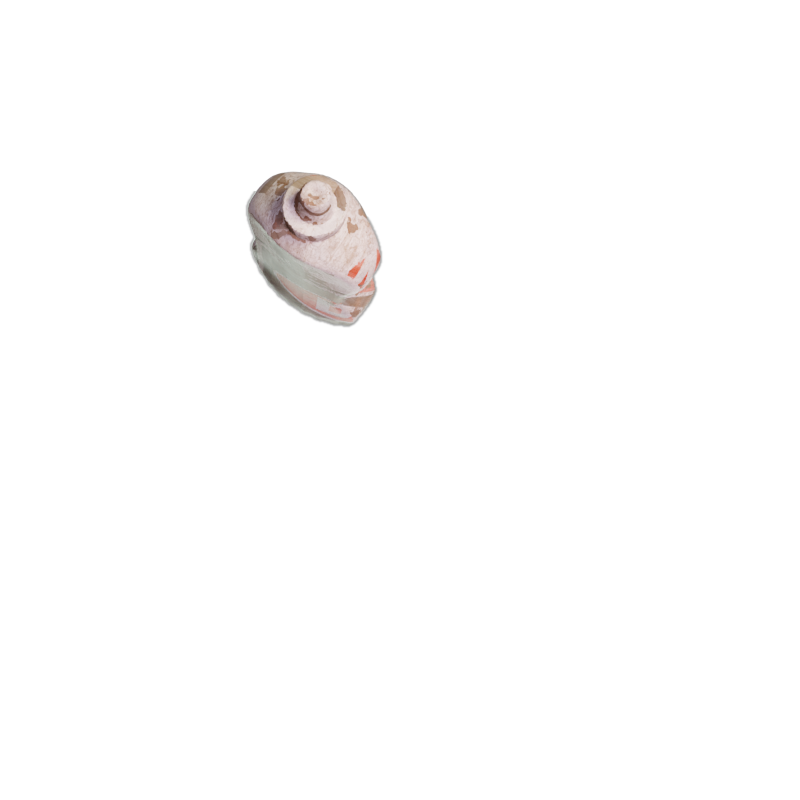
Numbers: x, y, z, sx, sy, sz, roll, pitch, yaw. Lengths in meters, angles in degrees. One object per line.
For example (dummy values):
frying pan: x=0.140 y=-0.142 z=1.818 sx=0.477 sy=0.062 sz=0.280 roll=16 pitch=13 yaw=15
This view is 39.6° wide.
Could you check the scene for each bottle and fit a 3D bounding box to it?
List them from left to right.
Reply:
bottle: x=-0.059 y=-0.108 z=0.752 sx=0.098 sy=0.059 sz=0.186 roll=38 pitch=-10 yaw=4
